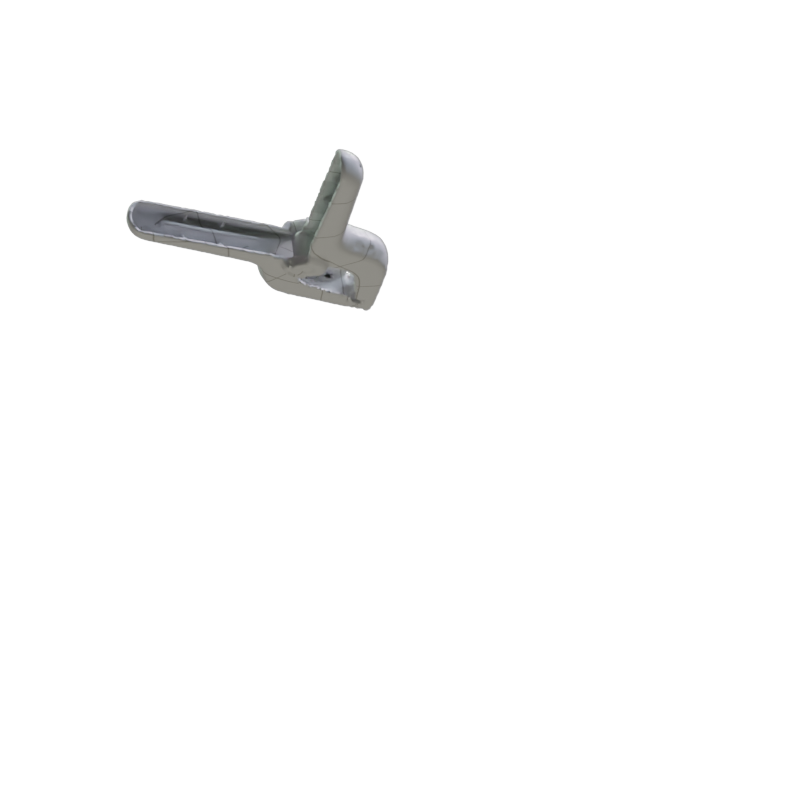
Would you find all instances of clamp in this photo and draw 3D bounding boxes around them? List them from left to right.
[{"bbox_3d":[-0.059,-0.108,0.759,0.168,0.038,0.196,-10,-20,30],"label":"clamp"}]
